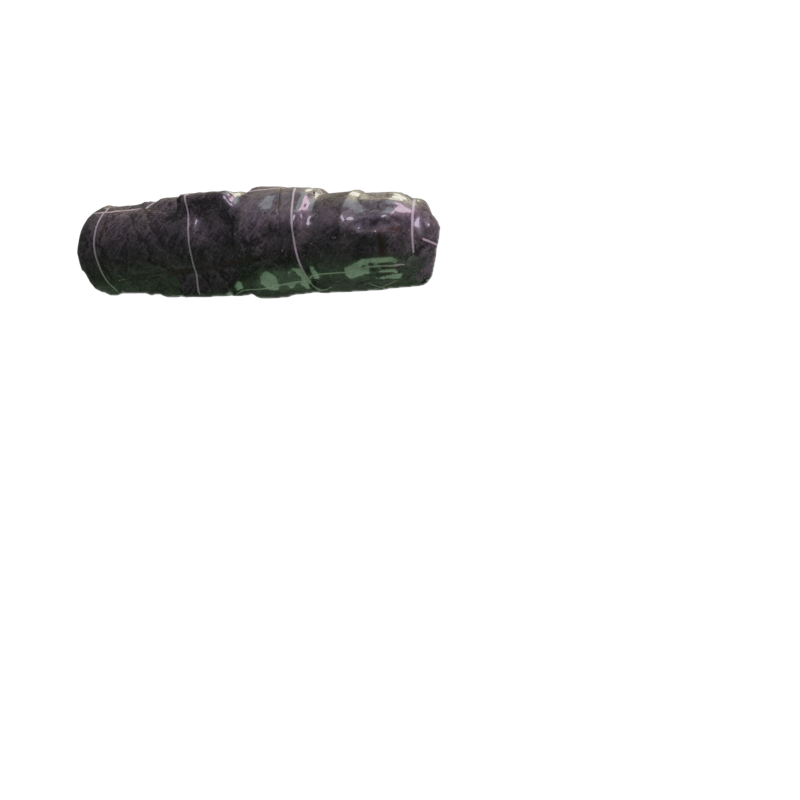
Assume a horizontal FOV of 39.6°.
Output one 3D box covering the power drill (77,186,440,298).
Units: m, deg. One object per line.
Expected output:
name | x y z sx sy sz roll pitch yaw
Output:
power drill | -0.046 -0.083 0.583 0.190 0.057 0.183 2 6 23
